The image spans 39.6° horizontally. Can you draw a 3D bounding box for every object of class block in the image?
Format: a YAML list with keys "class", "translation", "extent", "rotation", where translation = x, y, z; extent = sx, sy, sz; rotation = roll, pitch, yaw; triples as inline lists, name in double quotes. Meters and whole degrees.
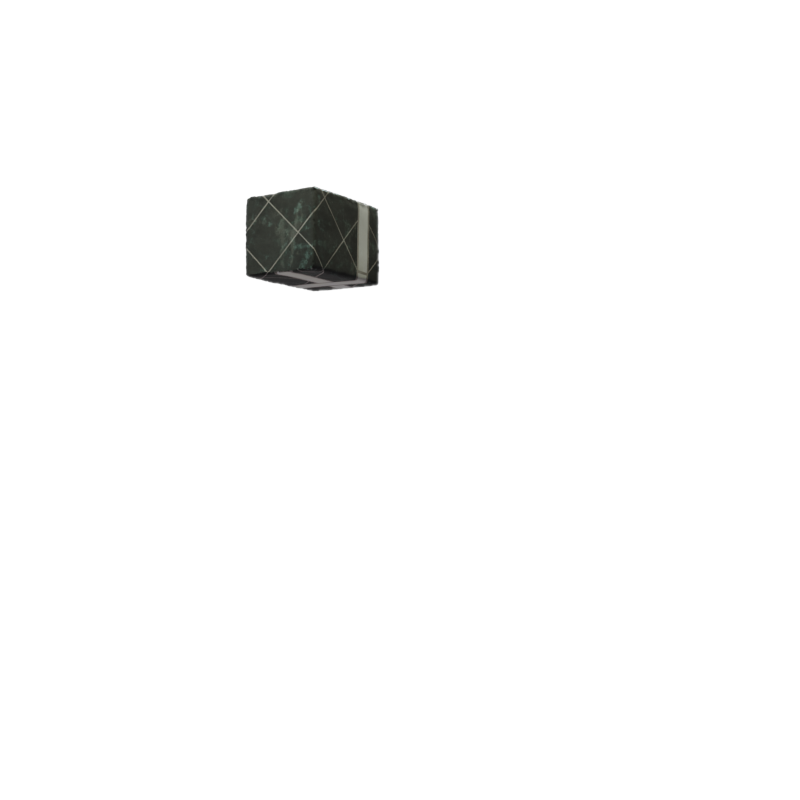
- class: "block"
  translation: [-0.055, -0.100, 0.701]
  extent: [0.054, 0.052, 0.074]
  rotation: [-4, -7, 31]
